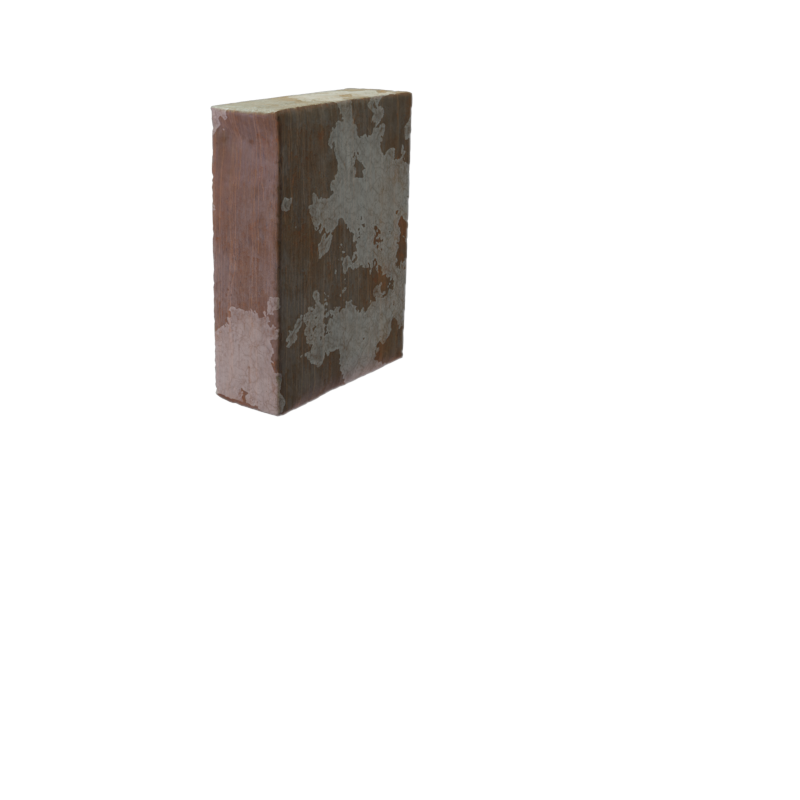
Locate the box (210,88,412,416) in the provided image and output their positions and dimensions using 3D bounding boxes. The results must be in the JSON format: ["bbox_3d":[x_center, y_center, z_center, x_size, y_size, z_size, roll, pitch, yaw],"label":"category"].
[{"bbox_3d":[-0.064,-0.117,0.818,0.075,0.207,0.162,10,19,32],"label":"box"}]
